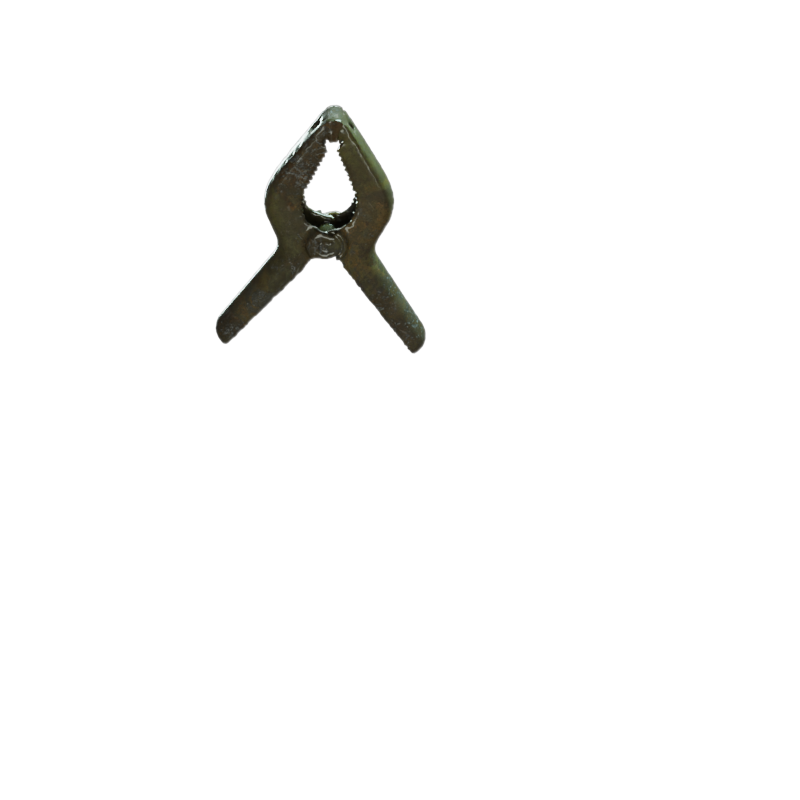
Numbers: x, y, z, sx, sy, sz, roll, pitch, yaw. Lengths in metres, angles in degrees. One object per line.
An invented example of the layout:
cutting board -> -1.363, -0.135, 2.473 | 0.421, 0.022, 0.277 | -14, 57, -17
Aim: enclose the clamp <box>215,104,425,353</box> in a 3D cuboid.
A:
clamp -> -0.065, -0.119, 0.831 | 0.165, 0.196, 0.039 | -2, 34, 1
